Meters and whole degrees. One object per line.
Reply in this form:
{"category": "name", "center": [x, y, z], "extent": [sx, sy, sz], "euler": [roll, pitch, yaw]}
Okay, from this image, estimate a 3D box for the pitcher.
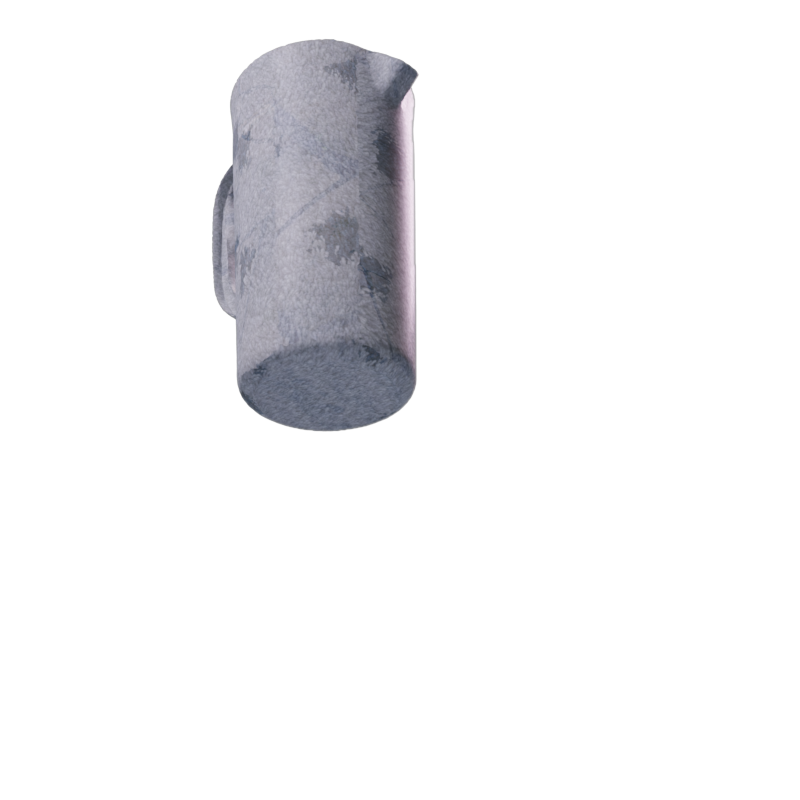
{"category": "pitcher", "center": [-0.058, -0.105, 0.735], "extent": [0.144, 0.260, 0.140], "euler": [1, -33, -4]}
